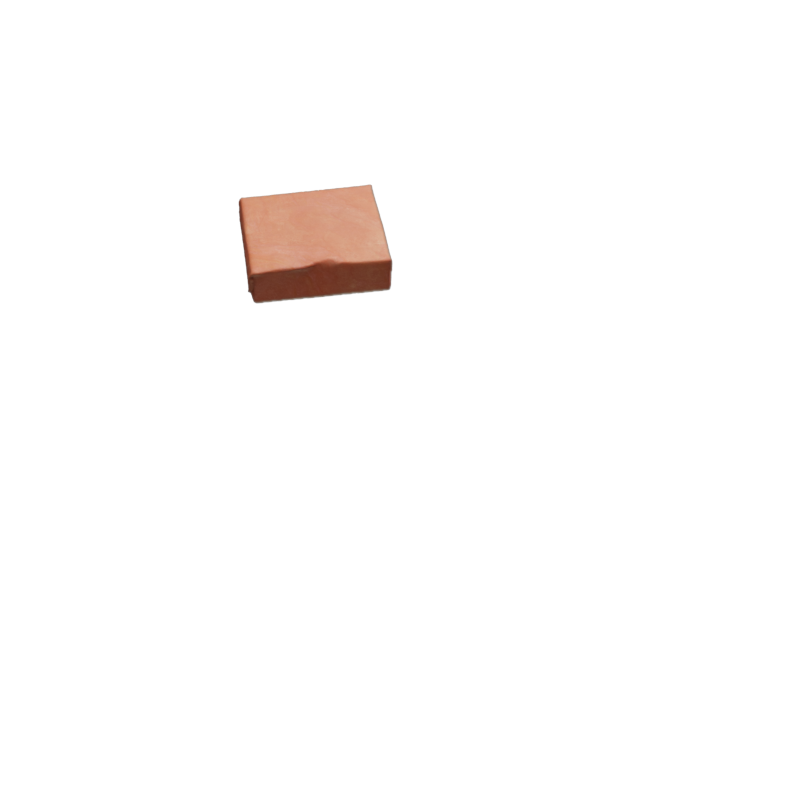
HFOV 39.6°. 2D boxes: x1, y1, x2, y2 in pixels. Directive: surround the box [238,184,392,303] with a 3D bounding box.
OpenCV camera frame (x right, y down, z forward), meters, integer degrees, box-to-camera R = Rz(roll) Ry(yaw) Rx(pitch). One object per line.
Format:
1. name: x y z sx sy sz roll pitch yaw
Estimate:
1. box: -0.055 -0.100 0.701 0.089 0.079 0.028 -7 -43 -7
